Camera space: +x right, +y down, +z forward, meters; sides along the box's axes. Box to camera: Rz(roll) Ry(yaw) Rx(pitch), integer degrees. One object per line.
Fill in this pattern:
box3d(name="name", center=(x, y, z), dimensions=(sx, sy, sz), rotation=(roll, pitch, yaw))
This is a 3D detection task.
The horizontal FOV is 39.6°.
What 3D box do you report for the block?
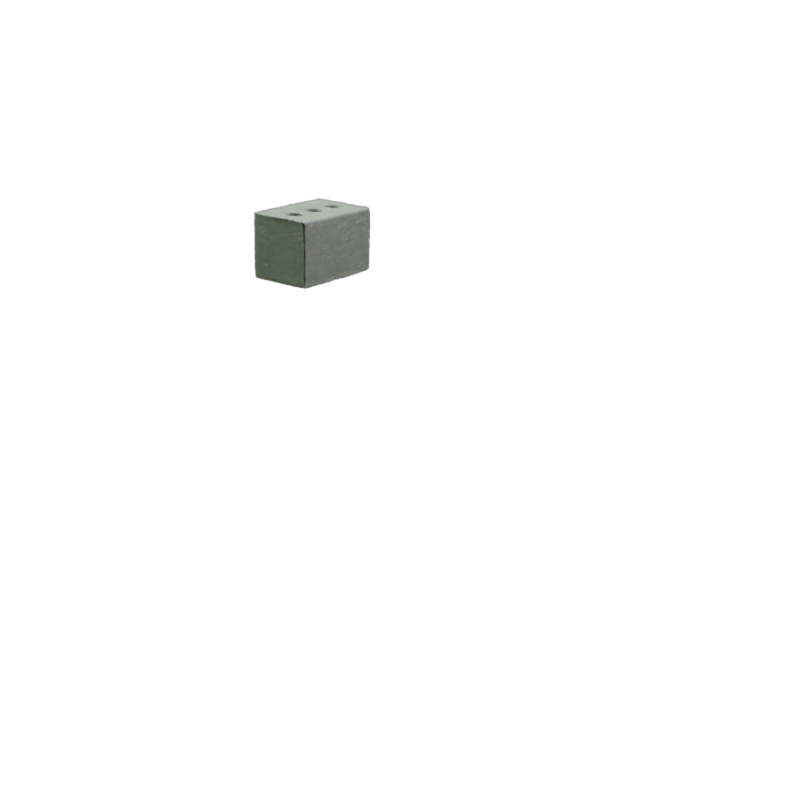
box3d(name="block", center=(-0.066, -0.120, 0.841), dimensions=(0.055, 0.049, 0.077), rotation=(14, 22, 36))
